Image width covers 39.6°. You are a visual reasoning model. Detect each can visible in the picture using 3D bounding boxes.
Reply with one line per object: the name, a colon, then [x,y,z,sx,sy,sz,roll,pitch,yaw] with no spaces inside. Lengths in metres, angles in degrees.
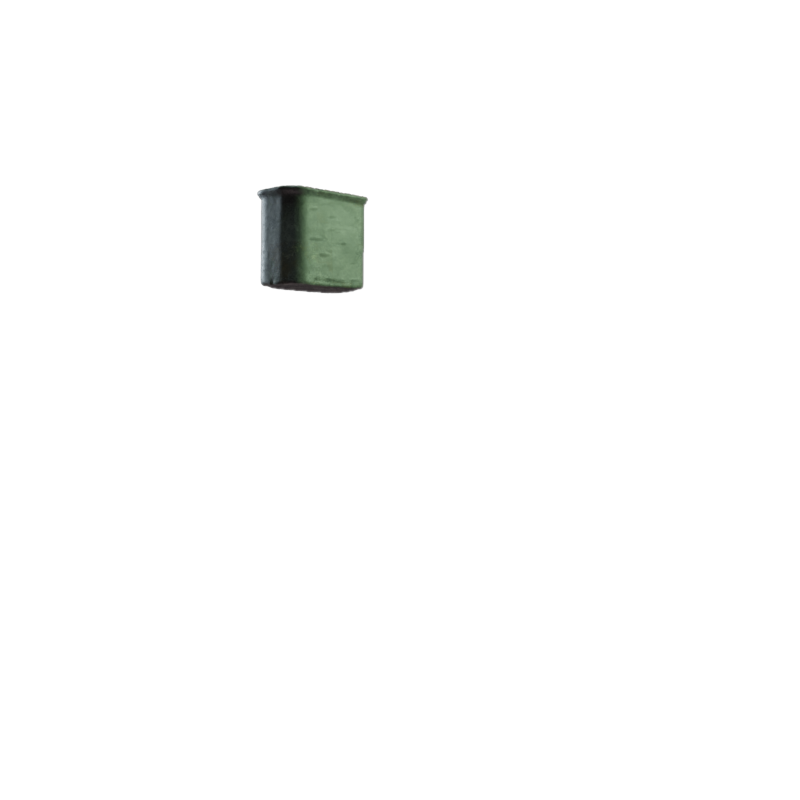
can: [-0.076,-0.139,0.973,0.059,0.085,0.097,-5,-5,44]
